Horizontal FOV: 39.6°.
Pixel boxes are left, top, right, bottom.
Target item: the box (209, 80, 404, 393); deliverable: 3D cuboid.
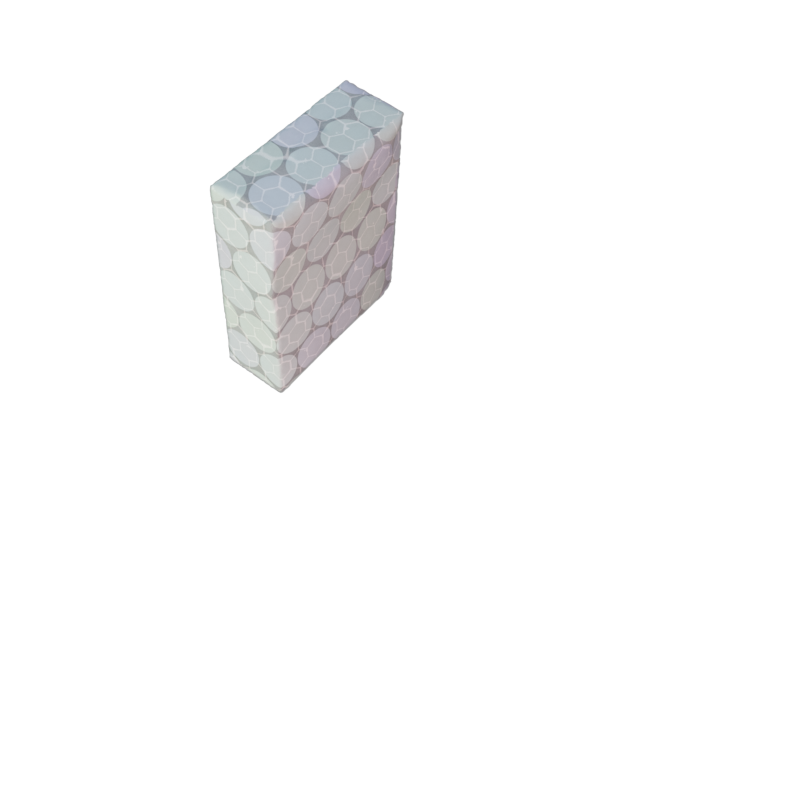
[{"bbox_3d":[-0.072,-0.132,0.924,0.075,0.167,0.199,32,-33,19],"label":"box"}]
